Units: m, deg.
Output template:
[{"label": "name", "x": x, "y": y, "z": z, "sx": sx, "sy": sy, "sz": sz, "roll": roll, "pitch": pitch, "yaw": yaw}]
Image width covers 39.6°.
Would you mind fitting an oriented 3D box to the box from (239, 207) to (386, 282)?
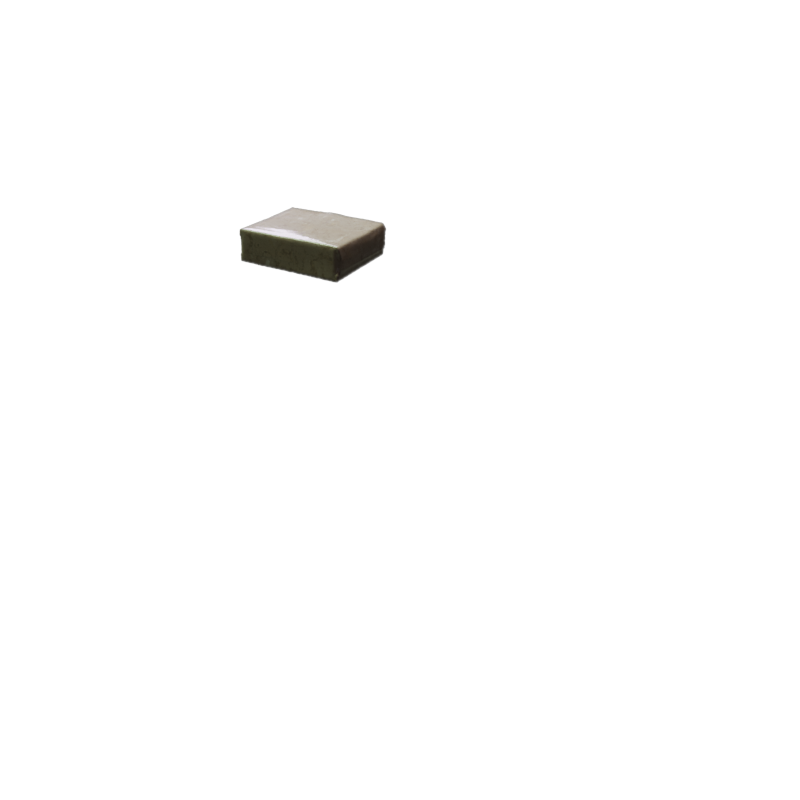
[{"label": "box", "x": -0.067, "y": -0.122, "z": 0.852, "sx": 0.093, "sy": 0.029, "sz": 0.073, "roll": 14, "pitch": 27, "yaw": 27}]
